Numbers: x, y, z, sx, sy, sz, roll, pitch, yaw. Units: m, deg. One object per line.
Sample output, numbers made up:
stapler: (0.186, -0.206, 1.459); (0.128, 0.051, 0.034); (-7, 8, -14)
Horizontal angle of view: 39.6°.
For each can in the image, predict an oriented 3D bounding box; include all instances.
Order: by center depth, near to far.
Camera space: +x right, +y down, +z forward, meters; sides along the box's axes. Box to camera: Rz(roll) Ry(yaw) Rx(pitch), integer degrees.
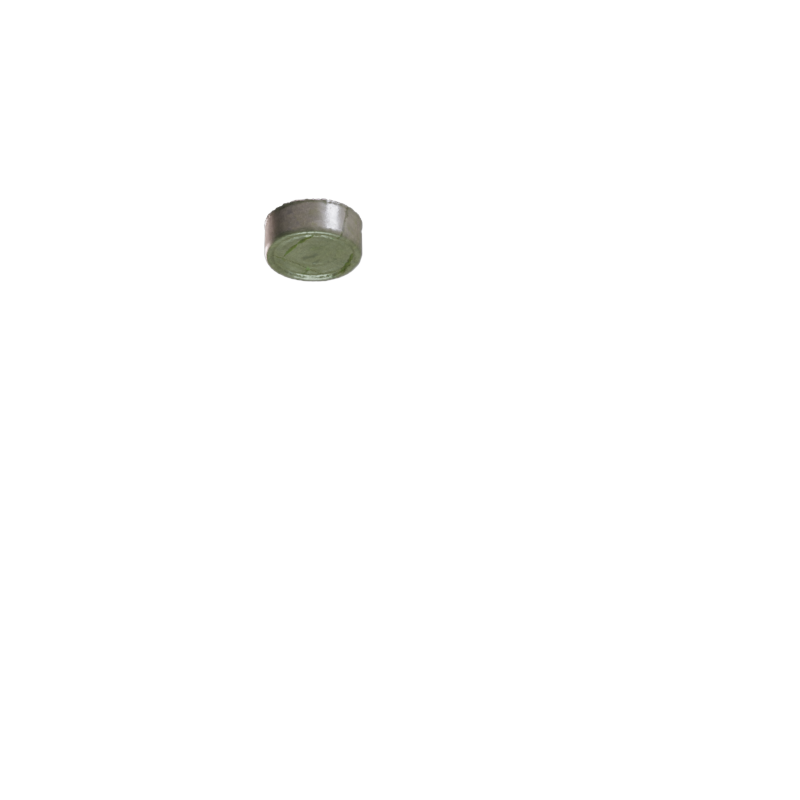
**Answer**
can: (-0.075, -0.137, 0.957); (0.086, 0.036, 0.081); (1, -27, -2)
